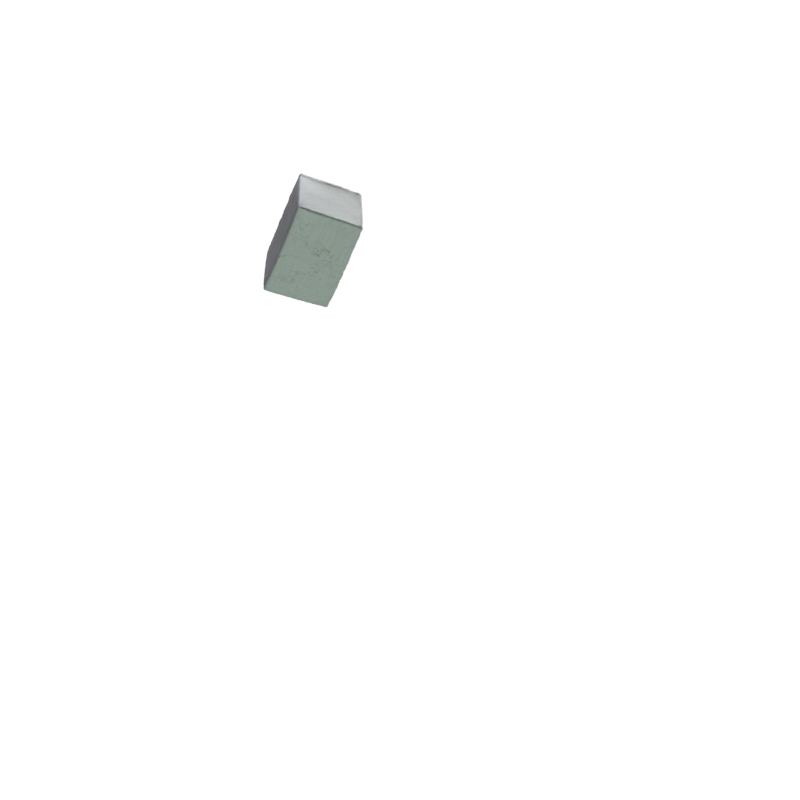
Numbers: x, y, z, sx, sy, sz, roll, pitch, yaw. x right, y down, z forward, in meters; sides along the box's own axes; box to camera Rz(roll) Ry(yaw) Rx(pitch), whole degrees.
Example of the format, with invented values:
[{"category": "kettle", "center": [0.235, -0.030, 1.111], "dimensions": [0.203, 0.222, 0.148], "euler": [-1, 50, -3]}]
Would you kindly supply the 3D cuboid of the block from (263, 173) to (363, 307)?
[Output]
[{"category": "block", "center": [-0.065, -0.119, 0.836], "dimensions": [0.051, 0.075, 0.055], "euler": [18, 32, -15]}]
